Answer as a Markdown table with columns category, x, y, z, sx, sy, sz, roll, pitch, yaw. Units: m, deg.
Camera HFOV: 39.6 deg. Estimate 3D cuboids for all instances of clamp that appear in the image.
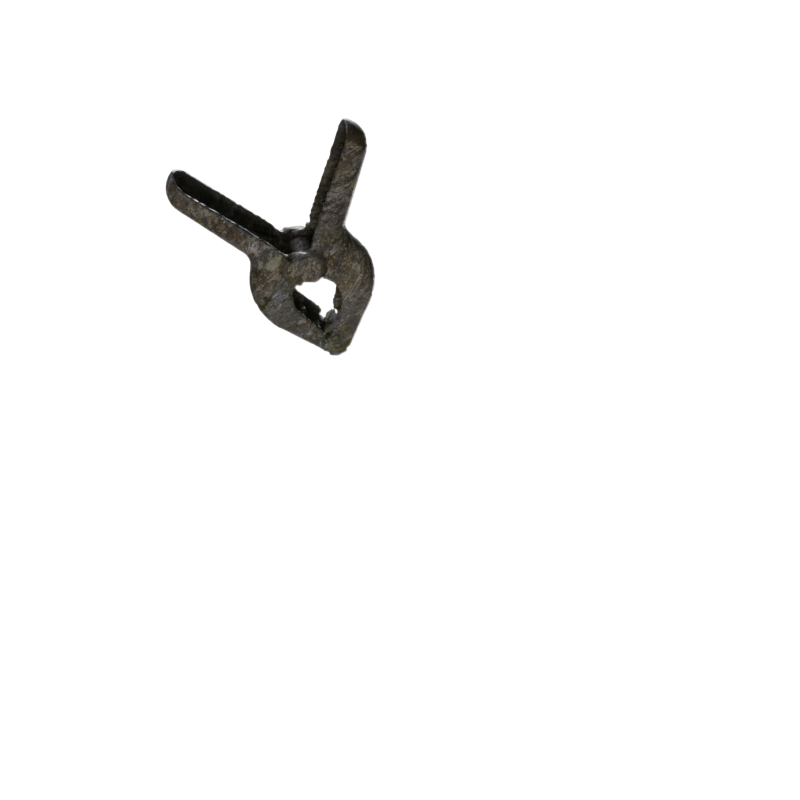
| category | x | y | z | sx | sy | sz | roll | pitch | yaw |
| --- | --- | --- | --- | --- | --- | --- | --- | --- | --- |
| clamp | -0.054 | -0.098 | 0.684 | 0.121 | 0.042 | 0.158 | -17 | -44 | 18 |
